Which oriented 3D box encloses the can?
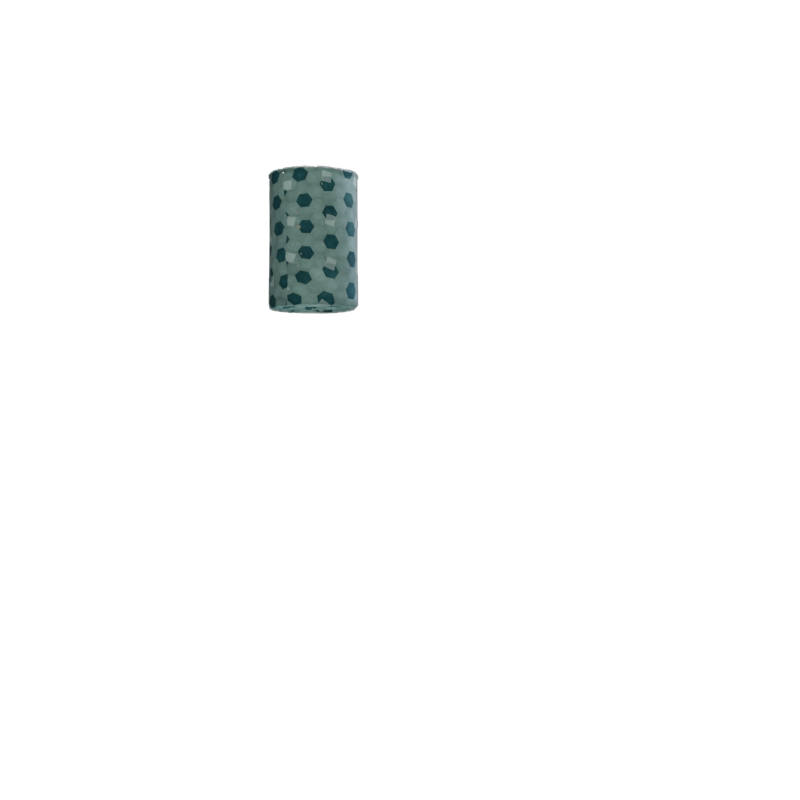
[{"bbox_3d":[-0.065,-0.118,0.828,0.068,0.104,0.067,0,-6,-2],"label":"can"}]
